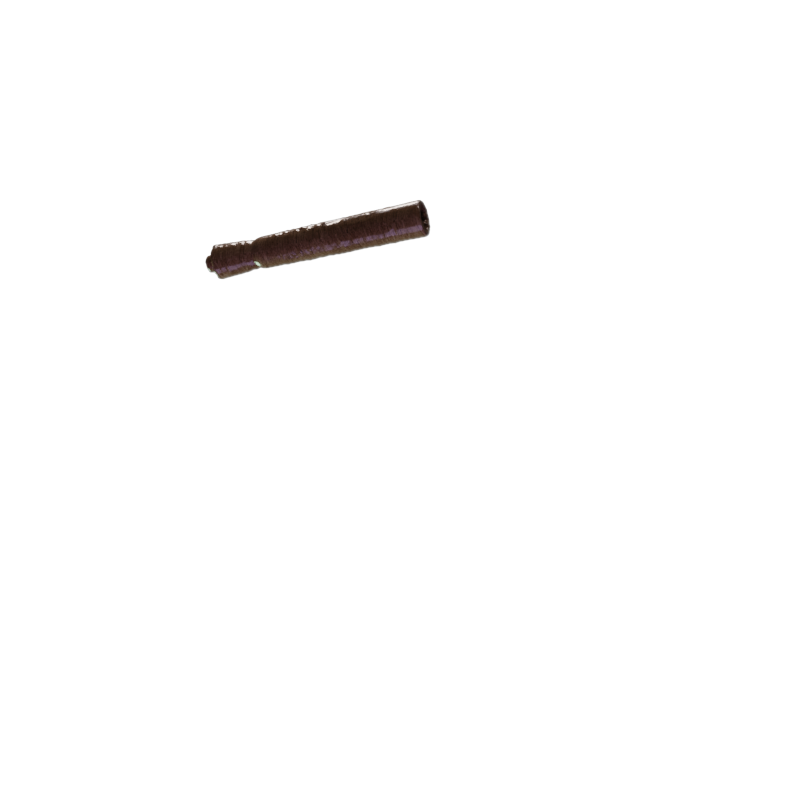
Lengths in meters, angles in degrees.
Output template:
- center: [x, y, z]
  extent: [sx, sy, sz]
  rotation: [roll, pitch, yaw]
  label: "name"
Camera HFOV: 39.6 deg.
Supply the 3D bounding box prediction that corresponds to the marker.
- center: [-0.045, -0.082, 0.574]
  extent: [0.123, 0.020, 0.019]
  rotation: [-9, 1, 19]
  label: "marker"
